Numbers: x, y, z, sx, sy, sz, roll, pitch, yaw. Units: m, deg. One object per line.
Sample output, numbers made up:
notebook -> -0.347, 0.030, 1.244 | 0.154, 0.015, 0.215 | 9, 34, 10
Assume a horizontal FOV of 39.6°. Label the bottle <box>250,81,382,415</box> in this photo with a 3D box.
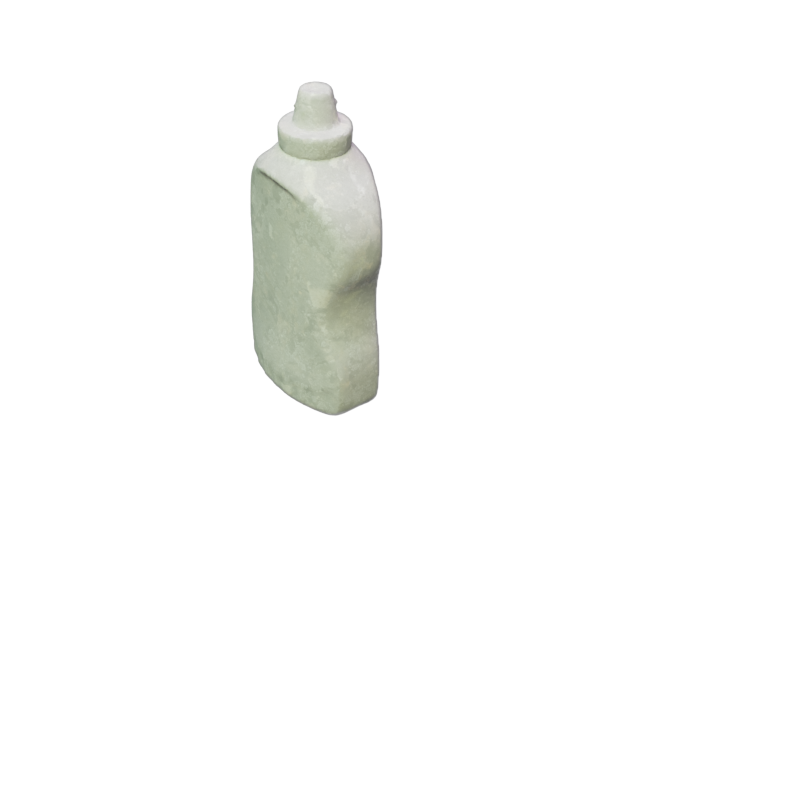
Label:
bottle -> -0.049, -0.091, 0.637 | 0.058, 0.180, 0.103 | -19, 40, -29
